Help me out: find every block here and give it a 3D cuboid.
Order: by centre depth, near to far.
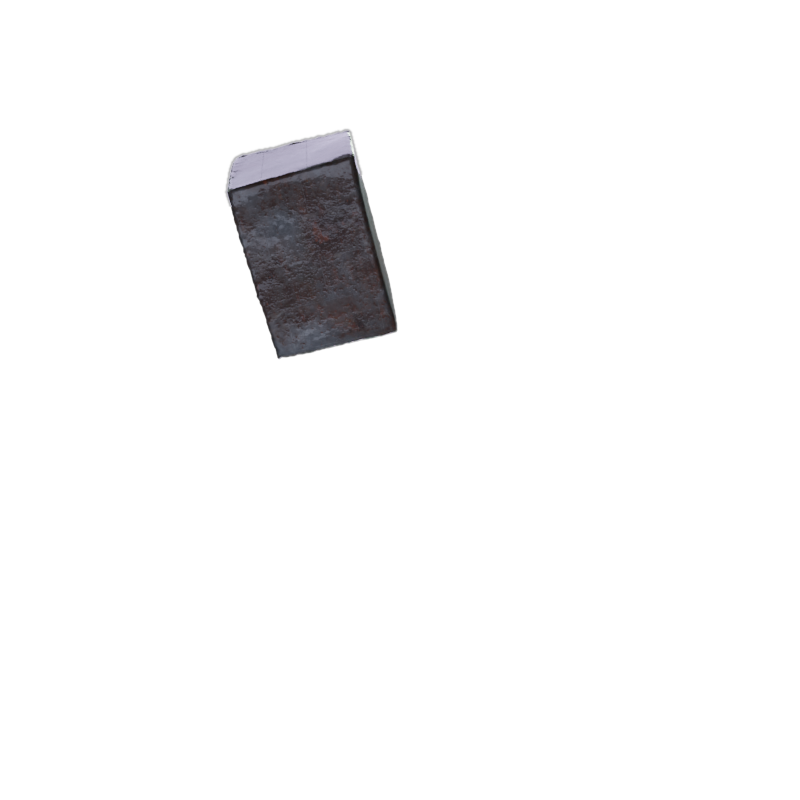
[{"bbox_3d":[-0.036,-0.066,0.461,0.053,0.074,0.054,-13,23,4],"label":"block"}]
